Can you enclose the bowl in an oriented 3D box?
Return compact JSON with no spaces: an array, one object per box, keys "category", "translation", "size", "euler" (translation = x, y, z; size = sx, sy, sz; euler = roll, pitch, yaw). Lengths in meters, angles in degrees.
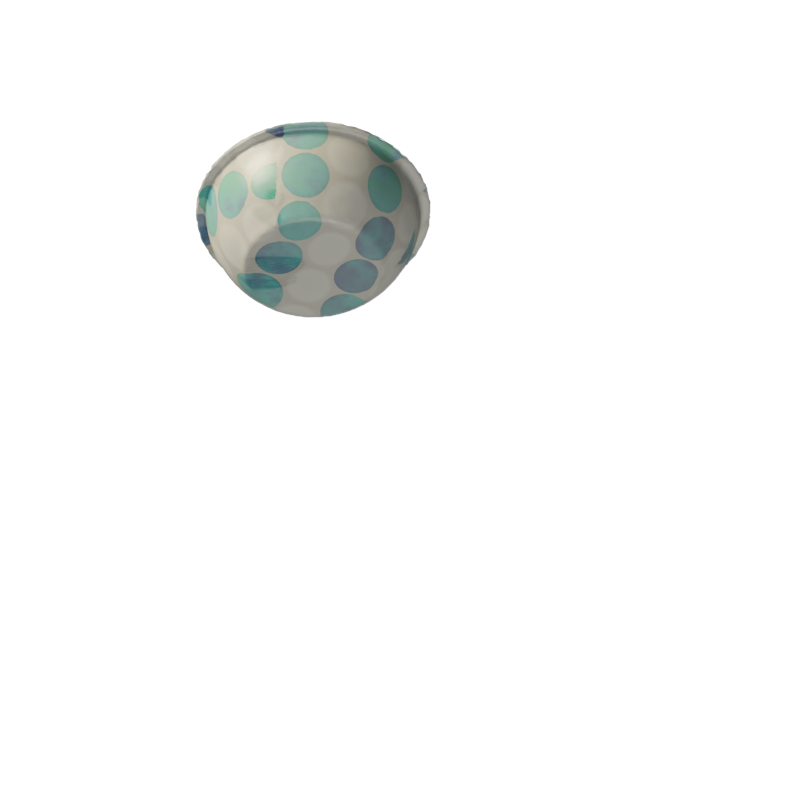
[{"category":"bowl","translation":[-0.058,-0.106,0.745],"size":[0.162,0.059,0.151],"euler":[1,-44,-1]}]
